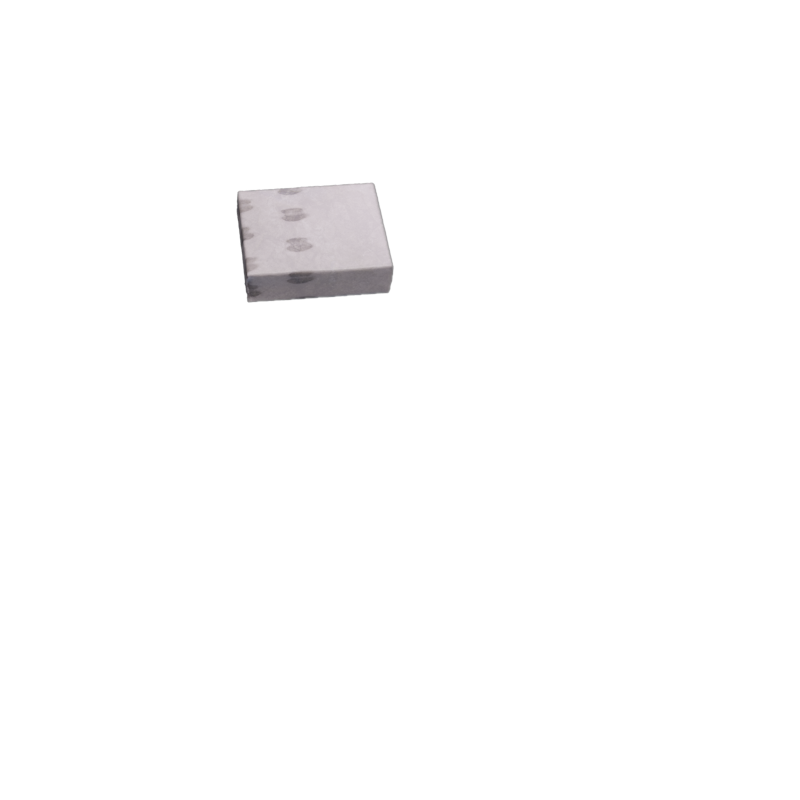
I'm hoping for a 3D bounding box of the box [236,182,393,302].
[{"bbox_3d":[-0.067,-0.123,0.859,0.113,0.097,0.036,-6,-39,-6],"label":"box"}]
